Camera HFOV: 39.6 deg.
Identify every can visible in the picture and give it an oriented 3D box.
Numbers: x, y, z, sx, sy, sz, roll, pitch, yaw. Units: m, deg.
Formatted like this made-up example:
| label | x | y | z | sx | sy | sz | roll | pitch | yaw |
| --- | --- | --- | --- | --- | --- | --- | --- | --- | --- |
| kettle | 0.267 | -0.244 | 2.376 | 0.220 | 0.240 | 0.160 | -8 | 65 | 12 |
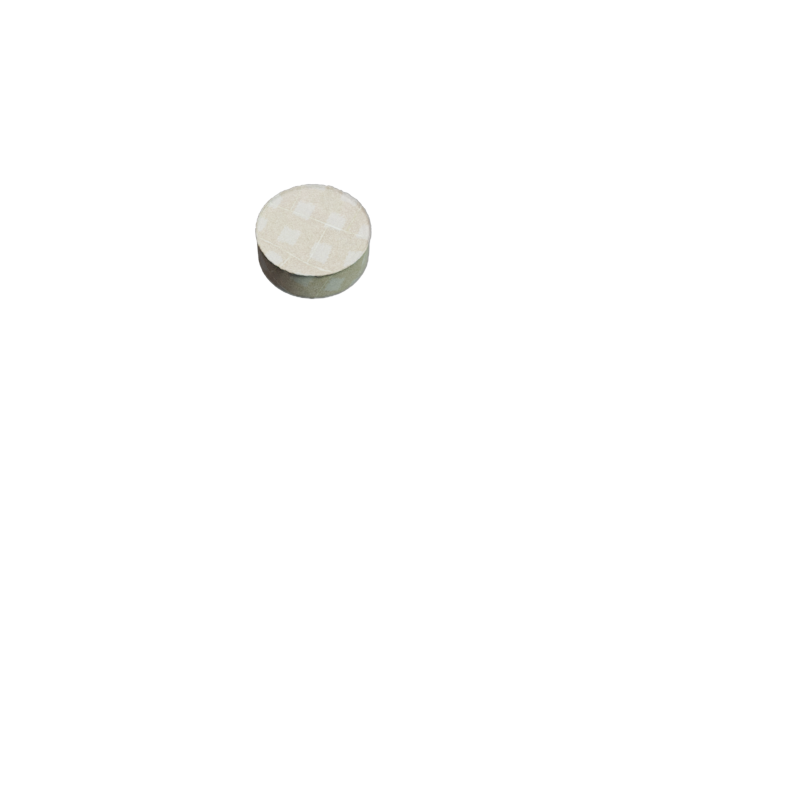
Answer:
| label | x | y | z | sx | sy | sz | roll | pitch | yaw |
| --- | --- | --- | --- | --- | --- | --- | --- | --- | --- |
| can | -0.065 | -0.118 | 0.827 | 0.086 | 0.092 | 0.031 | -1 | -34 | -1 |
